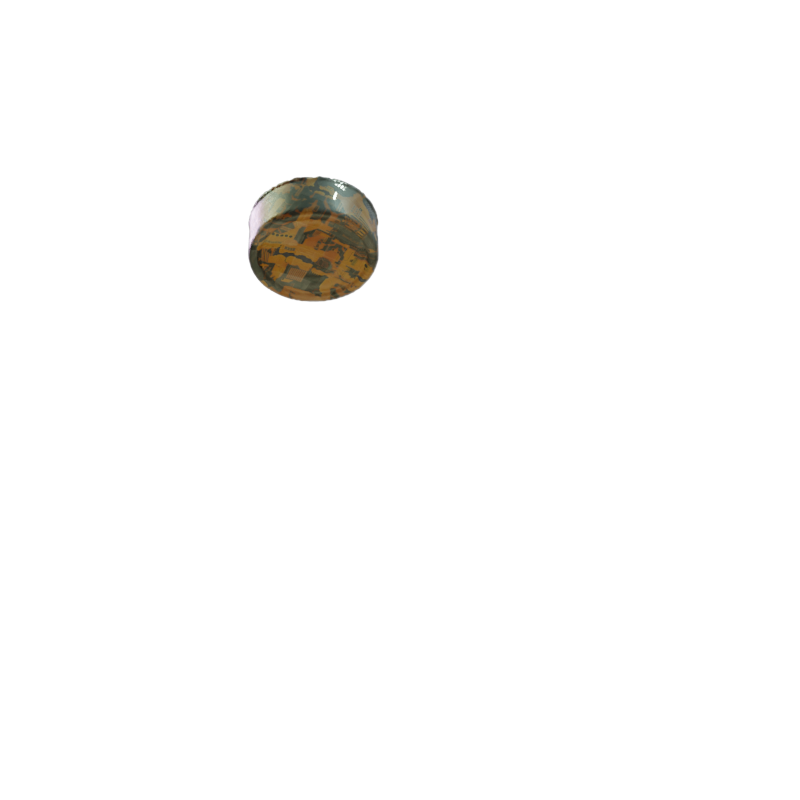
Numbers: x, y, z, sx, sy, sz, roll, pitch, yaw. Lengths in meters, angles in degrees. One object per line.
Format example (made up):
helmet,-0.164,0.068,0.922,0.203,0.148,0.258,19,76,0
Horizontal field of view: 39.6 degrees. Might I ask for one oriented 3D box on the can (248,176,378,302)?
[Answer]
can,-0.057,-0.103,0.723,0.086,0.036,0.080,1,-41,-1
